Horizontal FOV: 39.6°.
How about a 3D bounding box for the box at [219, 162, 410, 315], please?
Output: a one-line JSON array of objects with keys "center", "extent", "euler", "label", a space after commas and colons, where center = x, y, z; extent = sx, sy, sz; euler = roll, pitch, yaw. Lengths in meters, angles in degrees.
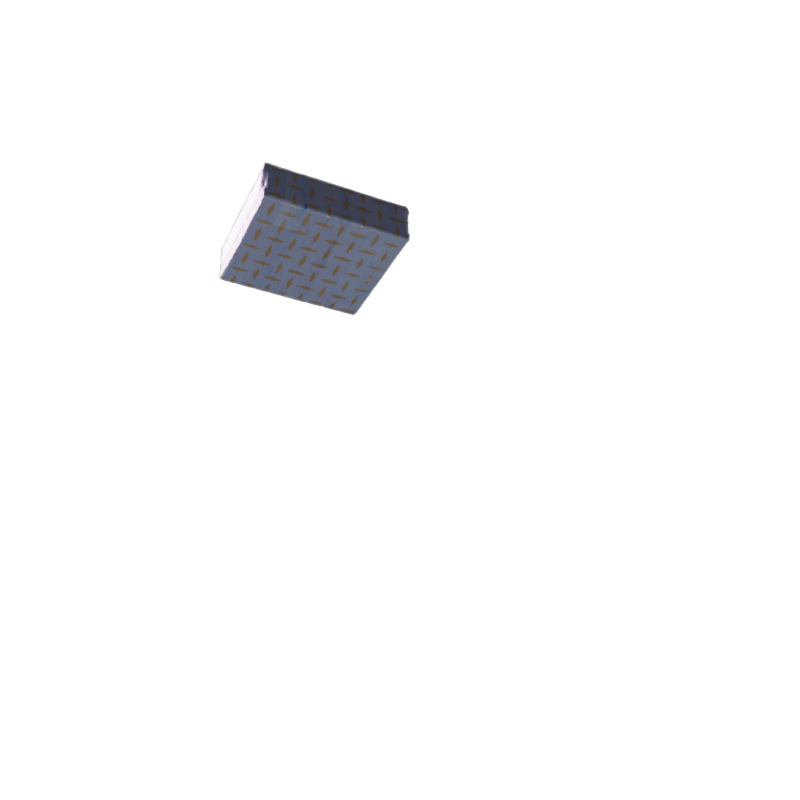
[{"center": [-0.049, -0.090, 0.630], "extent": [0.086, 0.032, 0.070], "euler": [15, -42, -18], "label": "box"}]
